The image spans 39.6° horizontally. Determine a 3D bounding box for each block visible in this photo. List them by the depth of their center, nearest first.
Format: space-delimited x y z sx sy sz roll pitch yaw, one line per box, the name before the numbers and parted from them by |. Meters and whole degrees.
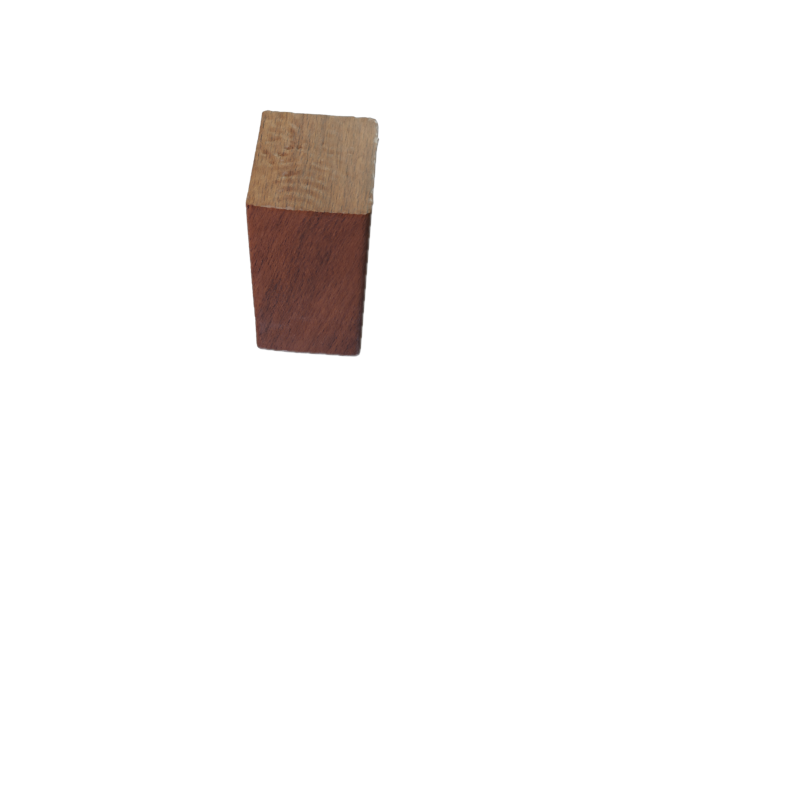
block | -0.068 -0.125 0.878 0.090 0.096 0.194 5 -30 -1
